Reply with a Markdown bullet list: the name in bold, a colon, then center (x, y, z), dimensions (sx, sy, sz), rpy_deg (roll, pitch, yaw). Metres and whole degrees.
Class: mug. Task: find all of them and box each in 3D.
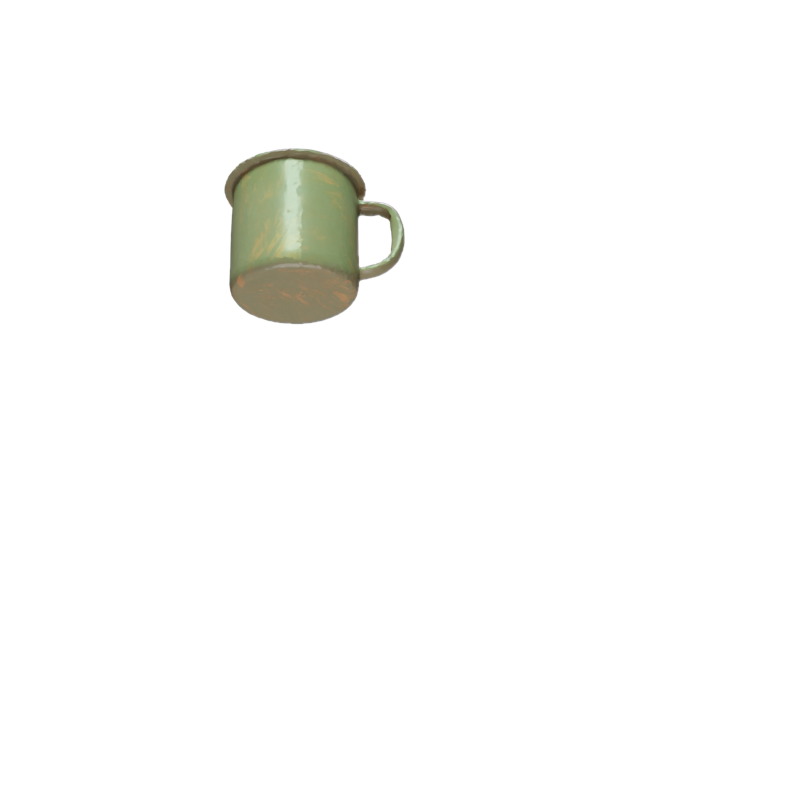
- **mug**: center (-0.056, -0.101, 0.711), dimensions (0.117, 0.087, 0.088), rpy_deg (0, -28, -2)
